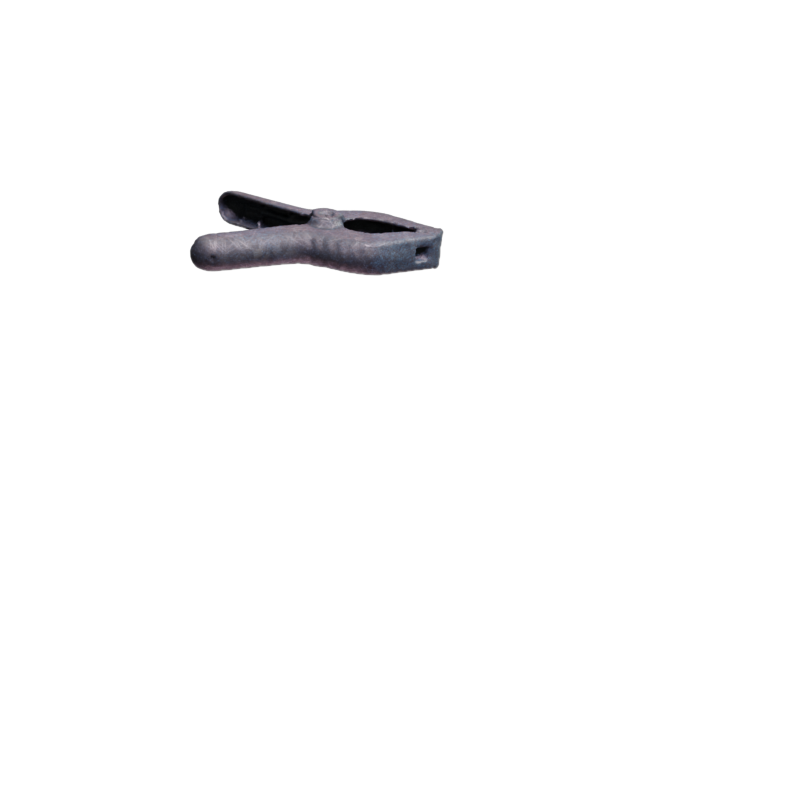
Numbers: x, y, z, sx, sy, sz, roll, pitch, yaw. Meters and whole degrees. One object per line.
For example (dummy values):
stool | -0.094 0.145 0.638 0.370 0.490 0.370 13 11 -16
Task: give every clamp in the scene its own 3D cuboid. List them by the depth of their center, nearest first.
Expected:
clamp | -0.060 -0.109 0.762 0.175 0.037 0.125 7 32 11
